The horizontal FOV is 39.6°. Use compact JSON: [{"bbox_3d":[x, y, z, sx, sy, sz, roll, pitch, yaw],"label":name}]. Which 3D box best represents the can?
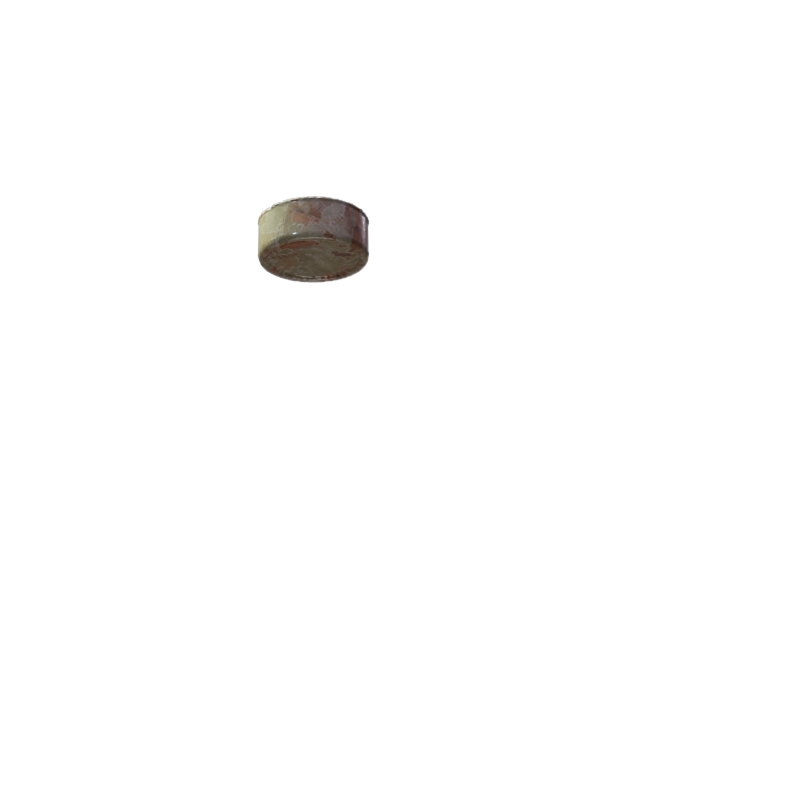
[{"bbox_3d":[-0.066,-0.121,0.847,0.086,0.035,0.082,0,-20,-2],"label":"can"}]
